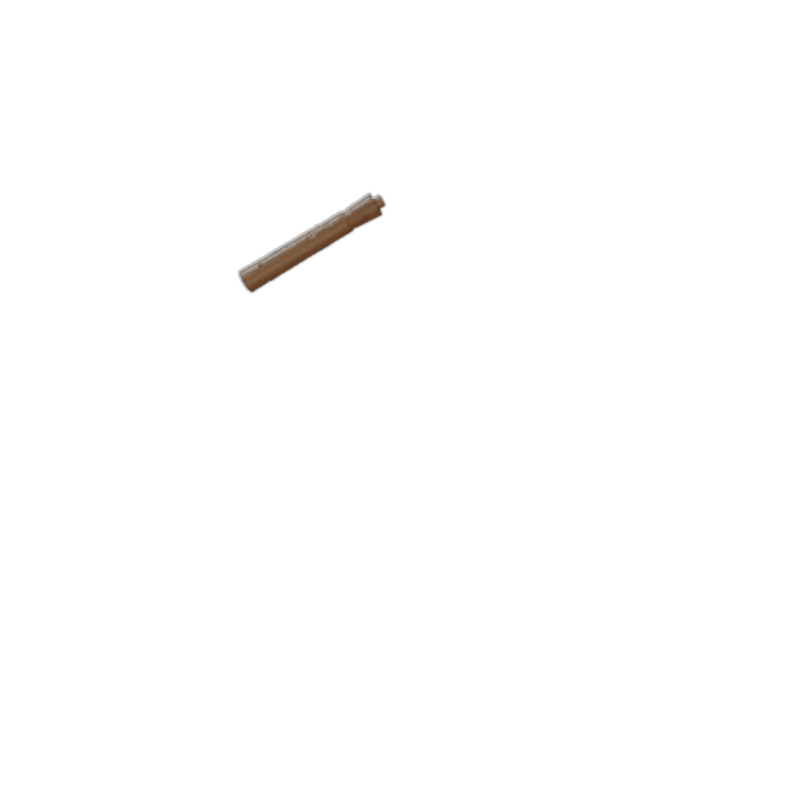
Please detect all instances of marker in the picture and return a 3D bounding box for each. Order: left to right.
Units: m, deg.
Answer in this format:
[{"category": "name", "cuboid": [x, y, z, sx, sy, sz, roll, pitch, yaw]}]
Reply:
[{"category": "marker", "cuboid": [-0.065, -0.118, 0.827, 0.121, 0.020, 0.020, -30, 0, 9]}]
